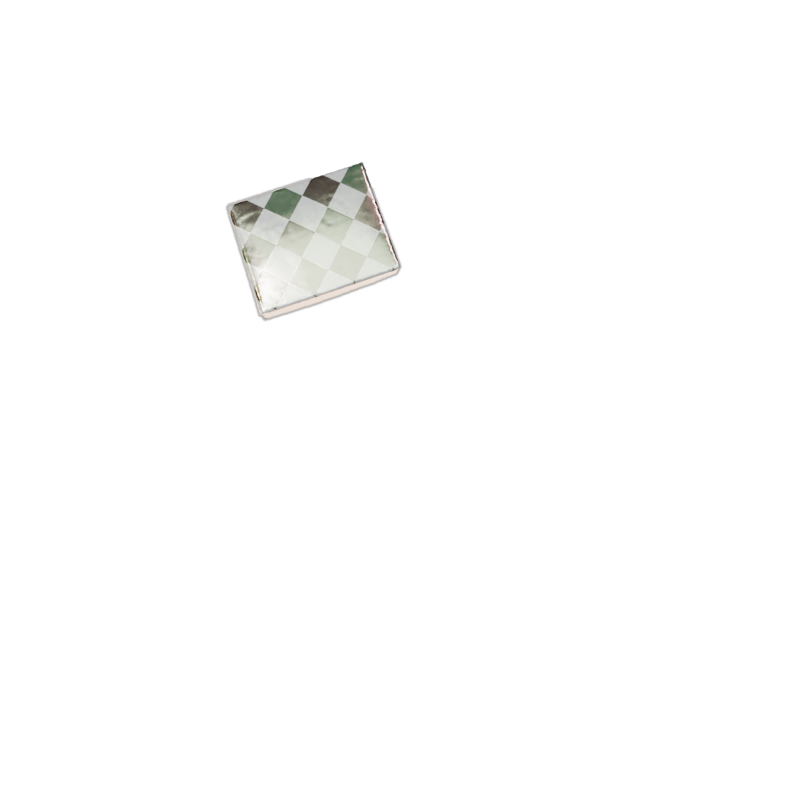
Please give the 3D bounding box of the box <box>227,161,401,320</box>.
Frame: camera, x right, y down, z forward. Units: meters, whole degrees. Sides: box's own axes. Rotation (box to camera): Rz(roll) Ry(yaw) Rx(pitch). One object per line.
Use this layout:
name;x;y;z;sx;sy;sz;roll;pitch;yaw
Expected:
box;-0.067;-0.122;0.853;0.113;0.093;0.038;-18;-13;-5
